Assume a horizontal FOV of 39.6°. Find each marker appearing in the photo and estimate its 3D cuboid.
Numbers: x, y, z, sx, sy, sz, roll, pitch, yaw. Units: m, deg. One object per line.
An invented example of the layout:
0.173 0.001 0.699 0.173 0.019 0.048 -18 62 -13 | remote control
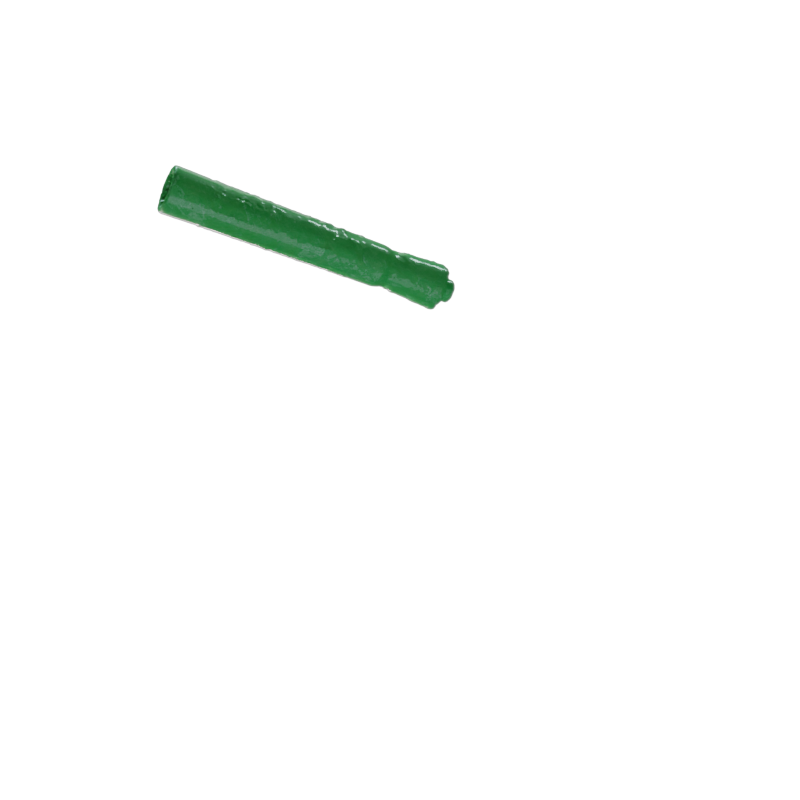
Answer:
-0.033 -0.061 0.427 0.117 0.020 0.020 18 -2 -17 | marker
